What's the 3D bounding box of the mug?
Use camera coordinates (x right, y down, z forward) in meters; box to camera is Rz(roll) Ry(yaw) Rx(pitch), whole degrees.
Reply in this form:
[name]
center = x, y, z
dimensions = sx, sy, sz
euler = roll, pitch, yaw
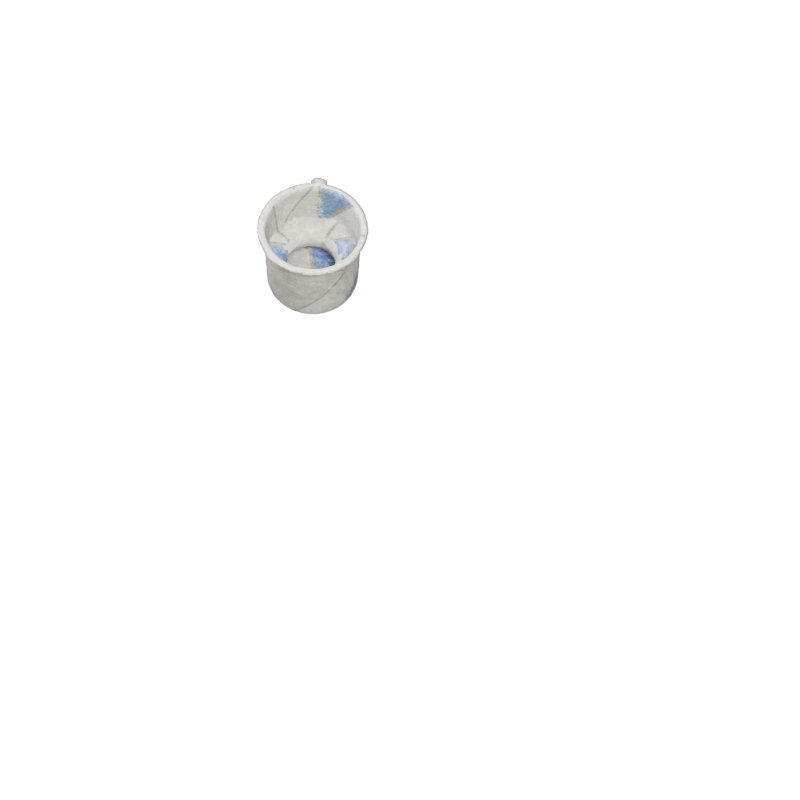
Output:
[mug]
center = -0.076, -0.138, 0.967
dimensions = 0.093, 0.125, 0.076
euler = 2, -30, -1
